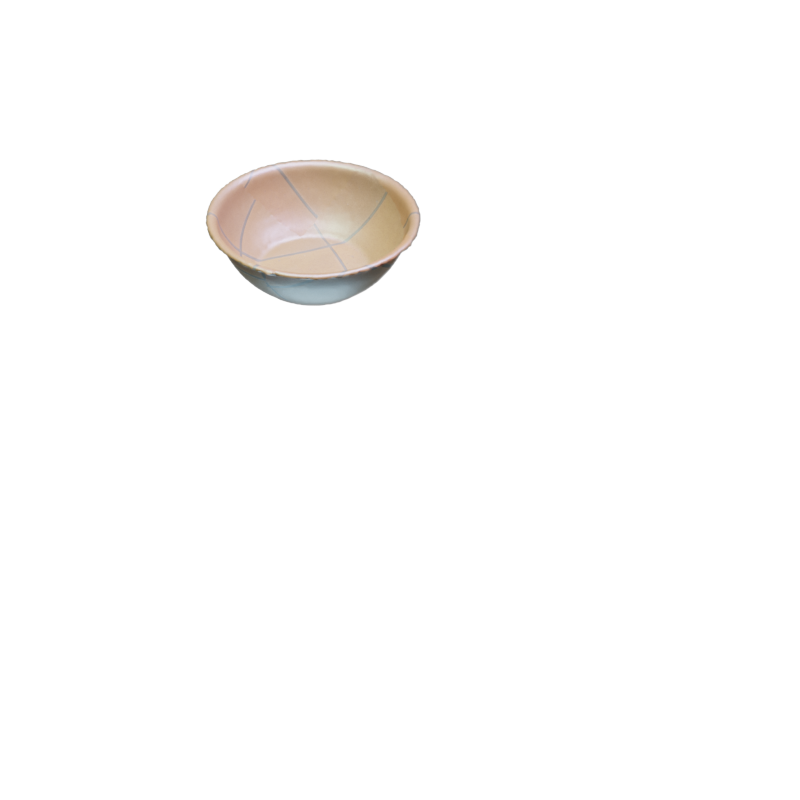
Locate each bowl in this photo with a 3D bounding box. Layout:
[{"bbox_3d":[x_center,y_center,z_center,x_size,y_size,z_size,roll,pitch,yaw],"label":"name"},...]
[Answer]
[{"bbox_3d":[-0.067,-0.121,0.850,0.162,0.051,0.174,-1,40,-2],"label":"bowl"}]
